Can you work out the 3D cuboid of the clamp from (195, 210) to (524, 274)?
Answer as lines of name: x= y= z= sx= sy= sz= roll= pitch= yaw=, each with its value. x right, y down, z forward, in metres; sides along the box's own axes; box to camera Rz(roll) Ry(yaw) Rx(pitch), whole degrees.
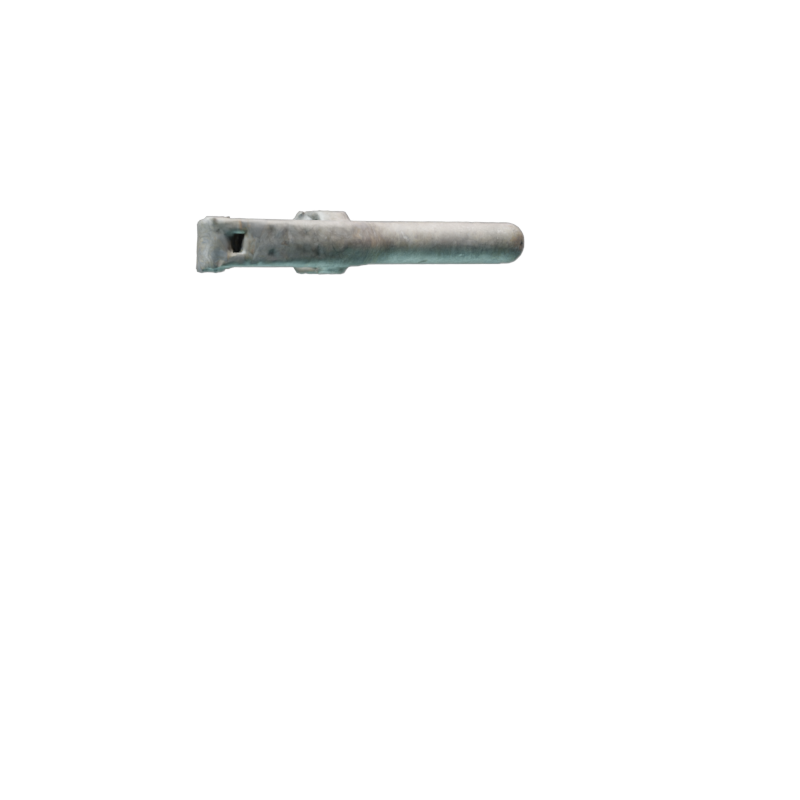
clamp: x=-0.051 y=-0.092 z=0.645 sx=0.172 sy=0.036 sz=0.203 roll=8 pitch=12 yaw=40
